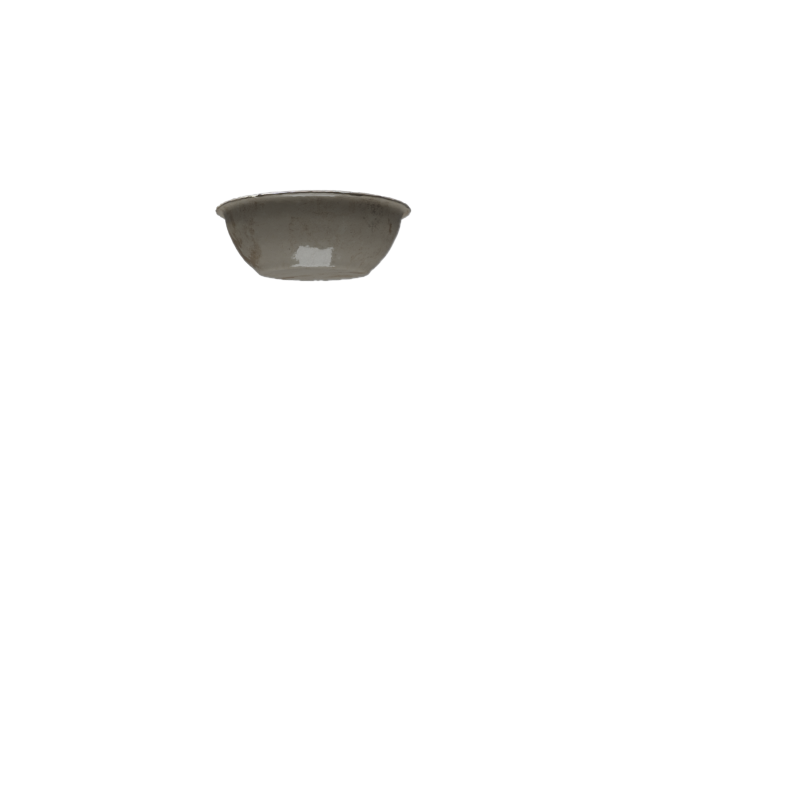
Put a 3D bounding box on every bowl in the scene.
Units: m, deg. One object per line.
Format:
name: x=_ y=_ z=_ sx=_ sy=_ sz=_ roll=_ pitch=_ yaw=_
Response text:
bowl: x=-0.072 y=-0.130 z=0.913 sx=0.162 sy=0.056 sz=0.160 roll=0 pitch=-2 yaw=-2
